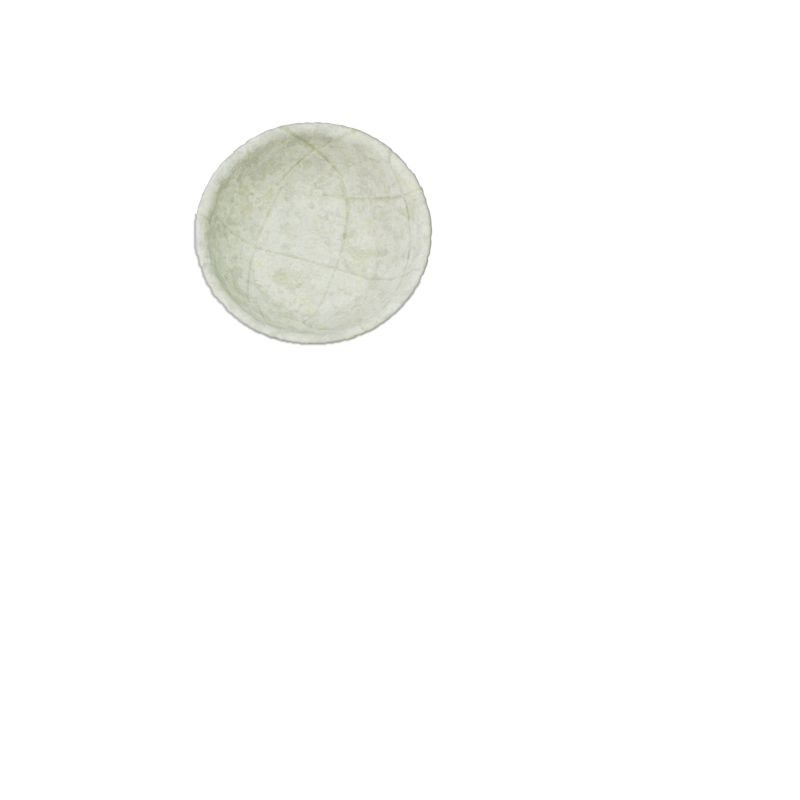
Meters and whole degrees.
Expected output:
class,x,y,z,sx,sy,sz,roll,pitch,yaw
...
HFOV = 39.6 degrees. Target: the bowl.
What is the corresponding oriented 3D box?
class,x,y,z,sx,sy,sz,roll,pitch,yaw
bowl,-0.061,-0.111,0.778,0.162,0.169,0.053,-1,-18,-1
